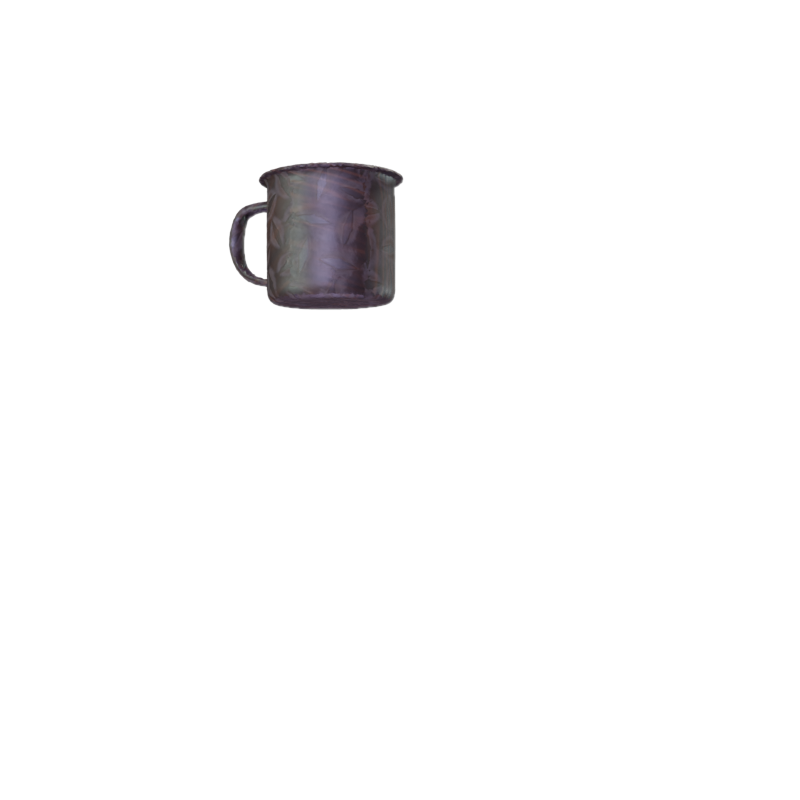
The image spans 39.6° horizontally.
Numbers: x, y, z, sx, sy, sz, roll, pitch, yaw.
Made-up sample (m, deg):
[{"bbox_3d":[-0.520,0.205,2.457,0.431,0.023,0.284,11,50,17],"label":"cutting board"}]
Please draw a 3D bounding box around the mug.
[{"bbox_3d":[-0.056,-0.101,0.710,0.120,0.083,0.090,-1,-5,17],"label":"mug"}]
